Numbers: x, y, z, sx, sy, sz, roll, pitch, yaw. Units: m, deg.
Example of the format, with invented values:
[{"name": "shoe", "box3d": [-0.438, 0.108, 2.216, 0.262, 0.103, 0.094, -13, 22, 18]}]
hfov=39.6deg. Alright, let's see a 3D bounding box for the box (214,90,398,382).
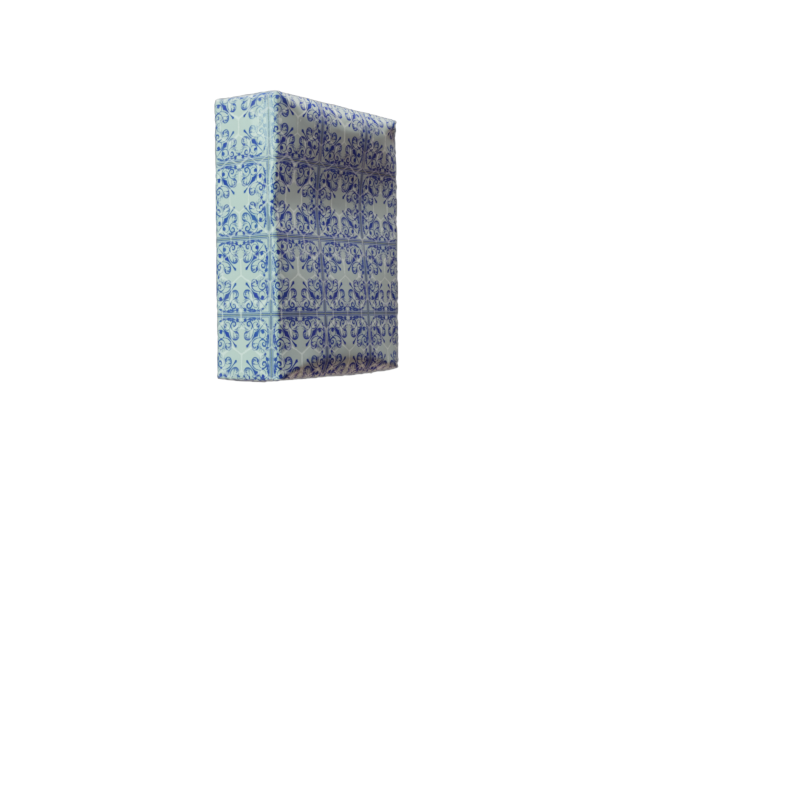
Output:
[{"name": "box", "box3d": [-0.069, -0.126, 0.879, 0.074, 0.215, 0.158, -2, -2, 35]}]
